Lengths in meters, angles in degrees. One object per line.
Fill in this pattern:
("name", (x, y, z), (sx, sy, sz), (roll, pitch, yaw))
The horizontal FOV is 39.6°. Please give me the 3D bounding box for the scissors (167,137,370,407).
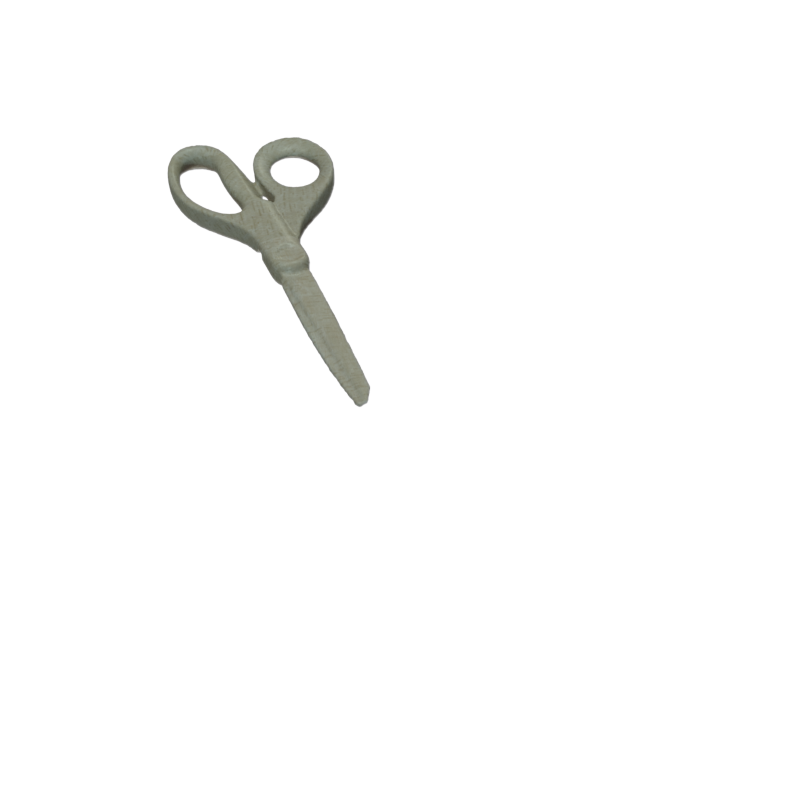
("scissors", (-0.043, -0.078, 0.546), (0.096, 0.015, 0.217), (-27, 50, -25))
